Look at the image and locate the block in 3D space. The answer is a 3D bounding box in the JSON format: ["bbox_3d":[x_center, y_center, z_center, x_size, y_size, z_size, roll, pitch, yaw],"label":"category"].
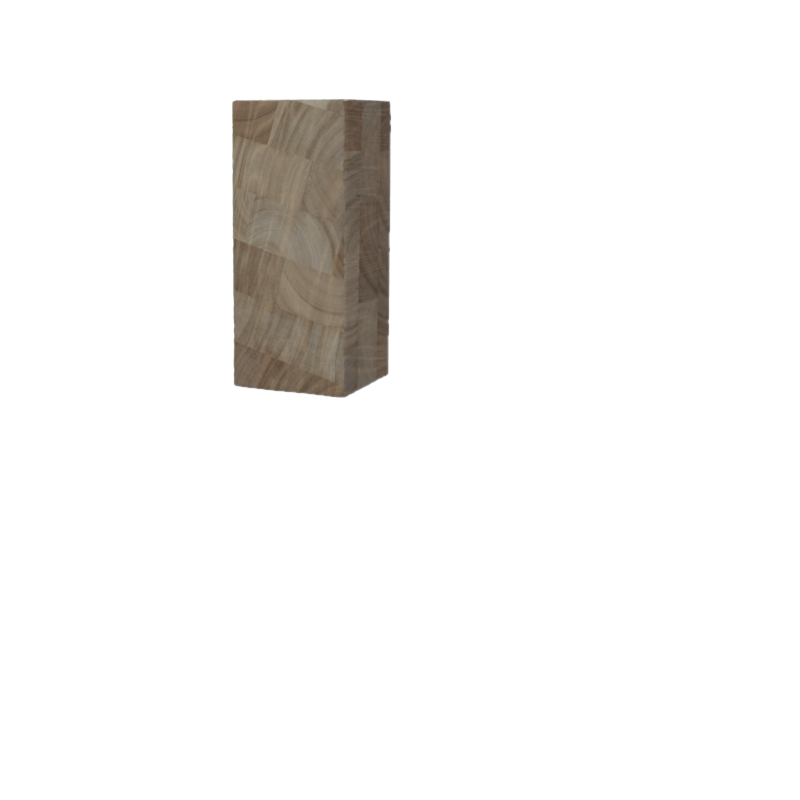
[{"bbox_3d":[-0.063,-0.116,0.812,0.093,0.203,0.089,3,8,23],"label":"block"}]
